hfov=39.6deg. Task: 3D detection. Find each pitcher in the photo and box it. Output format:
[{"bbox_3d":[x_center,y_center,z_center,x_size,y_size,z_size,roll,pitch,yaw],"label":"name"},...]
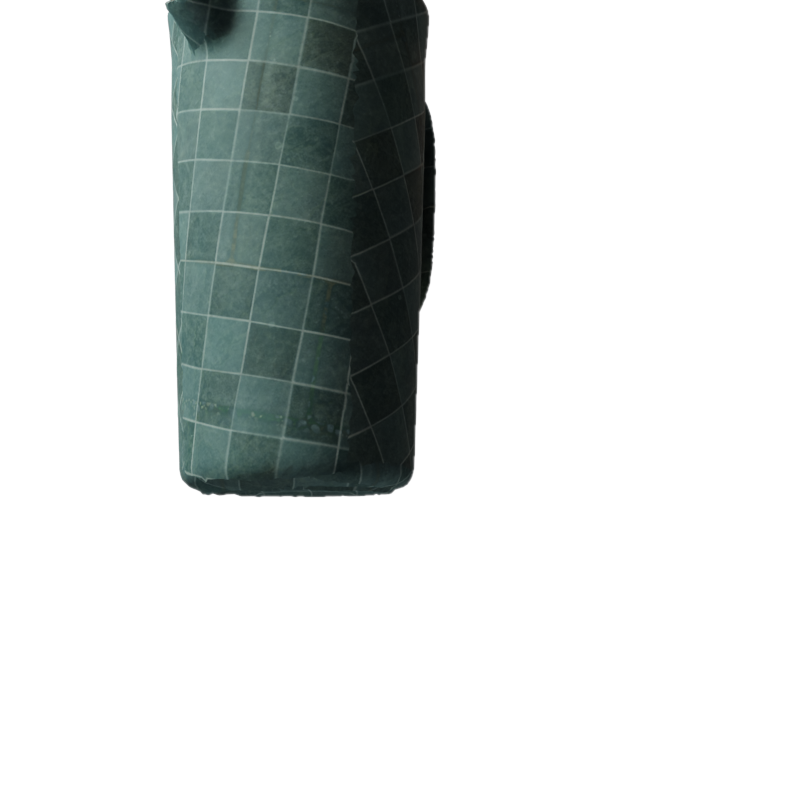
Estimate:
[{"bbox_3d":[-0.043,-0.078,0.545,0.148,0.251,0.142,1,-13,-7],"label":"pitcher"}]
